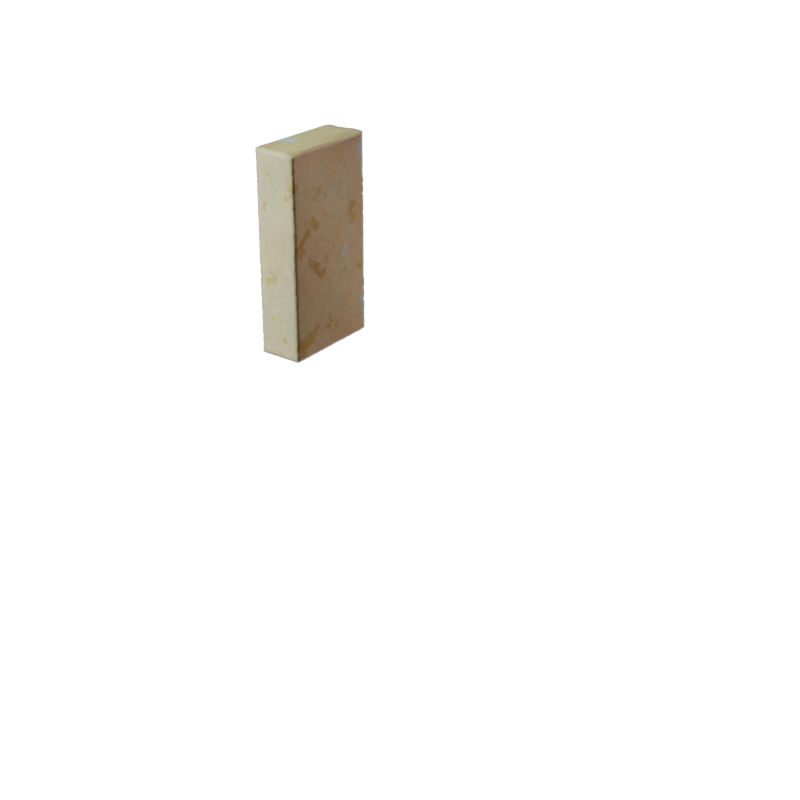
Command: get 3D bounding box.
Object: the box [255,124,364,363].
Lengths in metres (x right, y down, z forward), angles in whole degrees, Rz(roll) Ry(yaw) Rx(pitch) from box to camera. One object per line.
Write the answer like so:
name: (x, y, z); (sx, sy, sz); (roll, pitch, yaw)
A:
box: (-0.071, -0.130, 0.910); (0.051, 0.168, 0.093); (17, 29, 32)
